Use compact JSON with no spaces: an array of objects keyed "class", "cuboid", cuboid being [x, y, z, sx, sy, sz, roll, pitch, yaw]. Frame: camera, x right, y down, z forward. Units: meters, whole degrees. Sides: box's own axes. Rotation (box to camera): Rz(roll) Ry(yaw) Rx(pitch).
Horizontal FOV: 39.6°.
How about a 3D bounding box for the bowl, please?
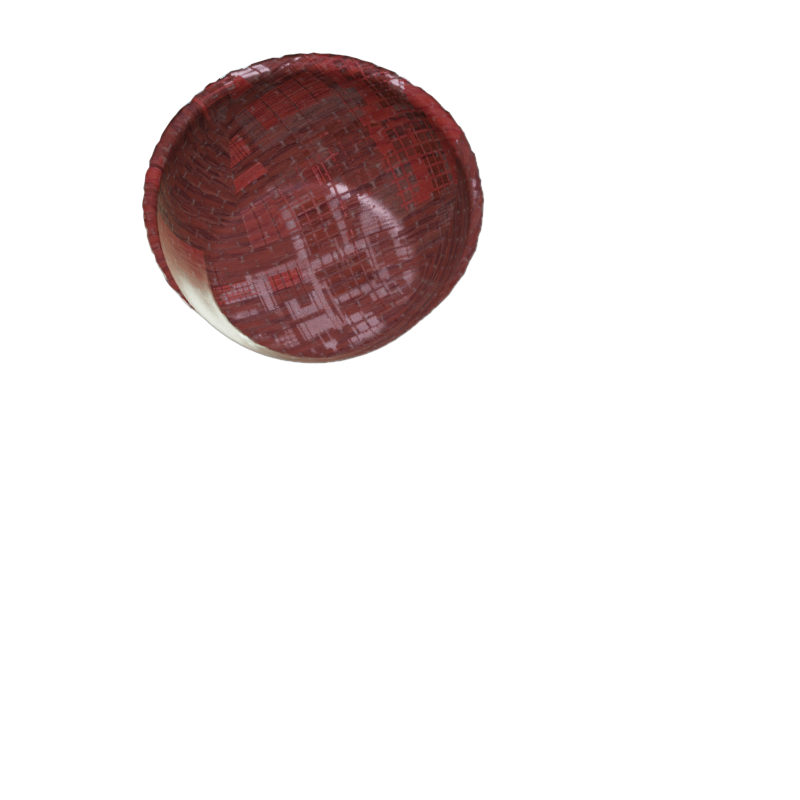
[{"class":"bowl","cuboid":[-0.039,-0.072,0.504,0.162,0.152,0.059,1,33,-1]}]
